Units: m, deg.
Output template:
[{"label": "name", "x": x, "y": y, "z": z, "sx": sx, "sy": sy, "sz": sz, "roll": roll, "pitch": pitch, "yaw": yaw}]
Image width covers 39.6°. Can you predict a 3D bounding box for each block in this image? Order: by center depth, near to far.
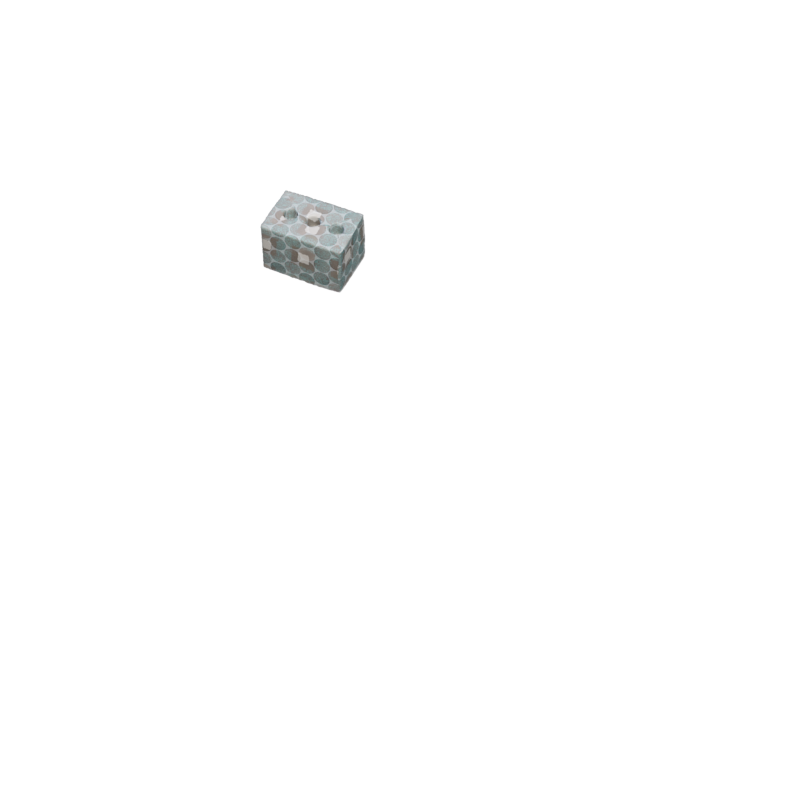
[{"label": "block", "x": -0.076, "y": -0.138, "z": 0.965, "sx": 0.080, "sy": 0.055, "sz": 0.048, "roll": 19, "pitch": -39, "yaw": 15}]
